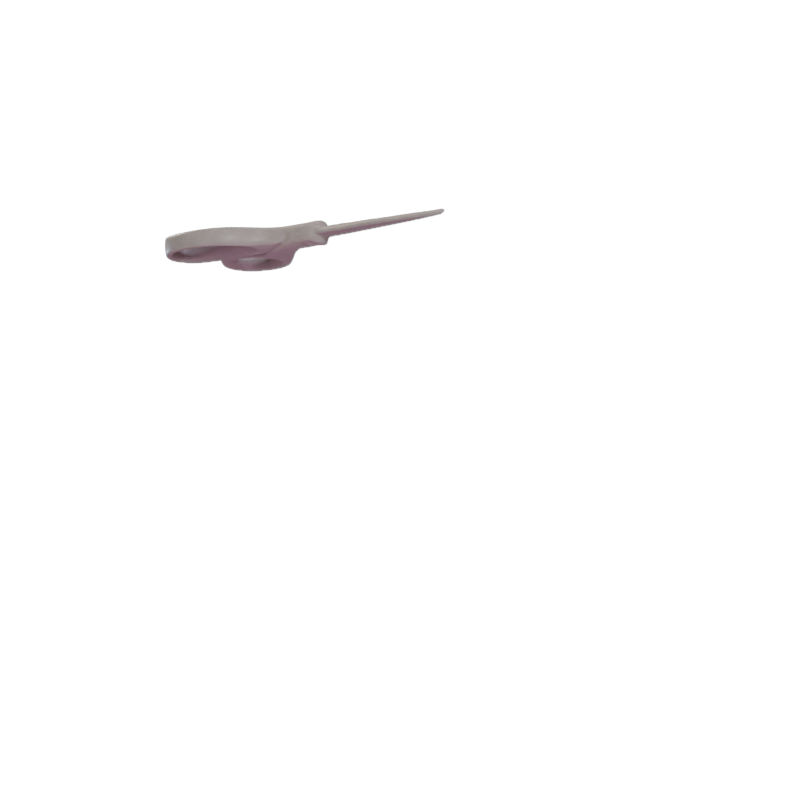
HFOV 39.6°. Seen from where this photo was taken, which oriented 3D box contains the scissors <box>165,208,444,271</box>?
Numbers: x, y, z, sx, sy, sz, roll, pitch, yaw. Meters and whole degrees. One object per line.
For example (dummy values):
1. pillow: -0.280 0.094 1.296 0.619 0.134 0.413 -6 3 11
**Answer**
1. scissors: -0.057 -0.104 0.730 0.206 0.016 0.092 -2 -5 20
